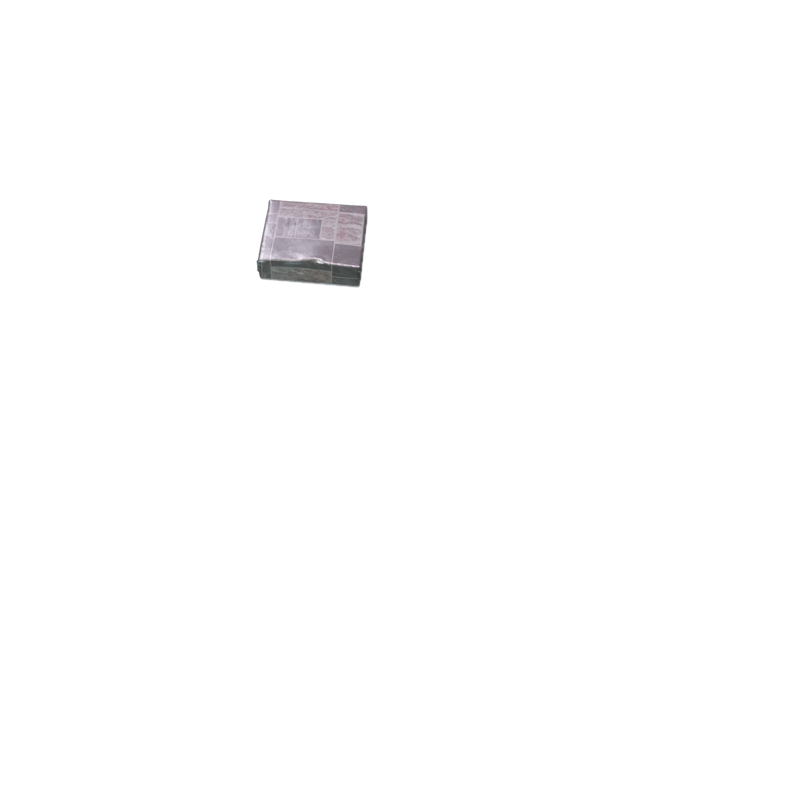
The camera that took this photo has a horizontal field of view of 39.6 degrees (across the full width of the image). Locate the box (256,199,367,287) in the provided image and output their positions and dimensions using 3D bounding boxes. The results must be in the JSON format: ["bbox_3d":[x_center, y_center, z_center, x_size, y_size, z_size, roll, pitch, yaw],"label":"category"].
[{"bbox_3d":[-0.075,-0.137,0.959,0.090,0.078,0.028,4,-39,3],"label":"box"}]
